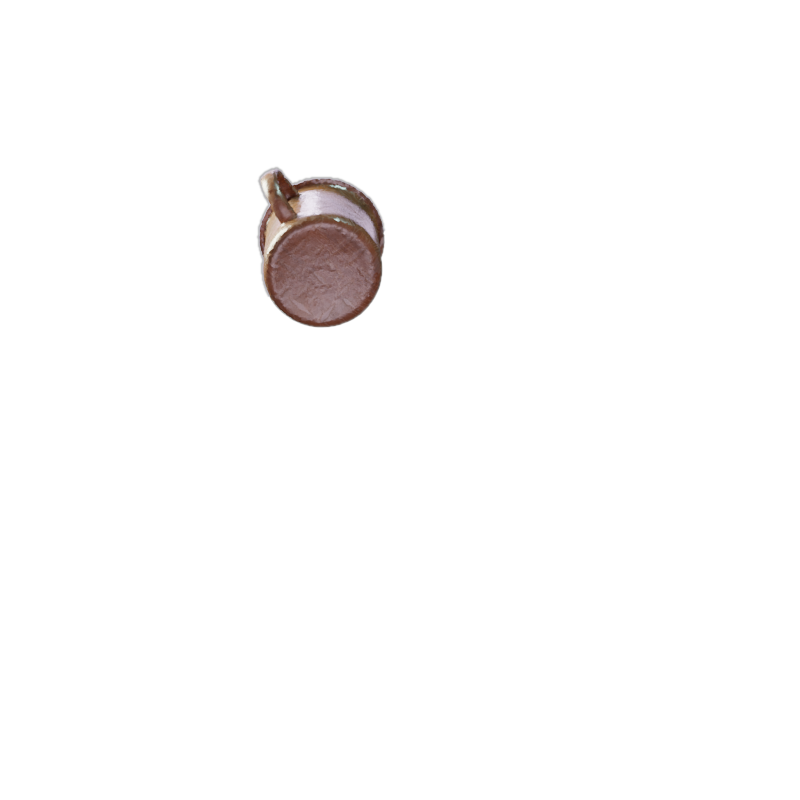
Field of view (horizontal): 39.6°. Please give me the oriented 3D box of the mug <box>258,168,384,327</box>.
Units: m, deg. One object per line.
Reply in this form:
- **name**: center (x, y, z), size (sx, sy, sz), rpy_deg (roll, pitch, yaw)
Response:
- **mug**: center (-0.061, -0.111, 0.779), size (0.093, 0.112, 0.085), rpy_deg (-29, 19, 9)
